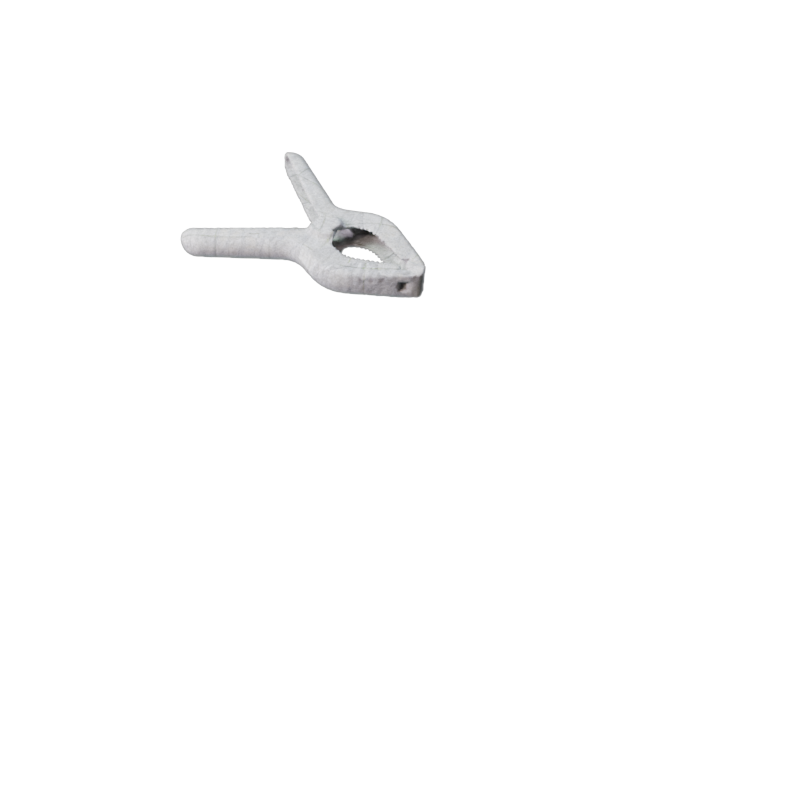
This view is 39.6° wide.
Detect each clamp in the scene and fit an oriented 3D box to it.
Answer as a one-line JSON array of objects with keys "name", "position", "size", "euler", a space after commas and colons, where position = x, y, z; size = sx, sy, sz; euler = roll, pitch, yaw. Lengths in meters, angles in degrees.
[{"name": "clamp", "position": [-0.076, -0.139, 0.974], "size": [0.223, 0.034, 0.166], "euler": [32, 53, 28]}]
